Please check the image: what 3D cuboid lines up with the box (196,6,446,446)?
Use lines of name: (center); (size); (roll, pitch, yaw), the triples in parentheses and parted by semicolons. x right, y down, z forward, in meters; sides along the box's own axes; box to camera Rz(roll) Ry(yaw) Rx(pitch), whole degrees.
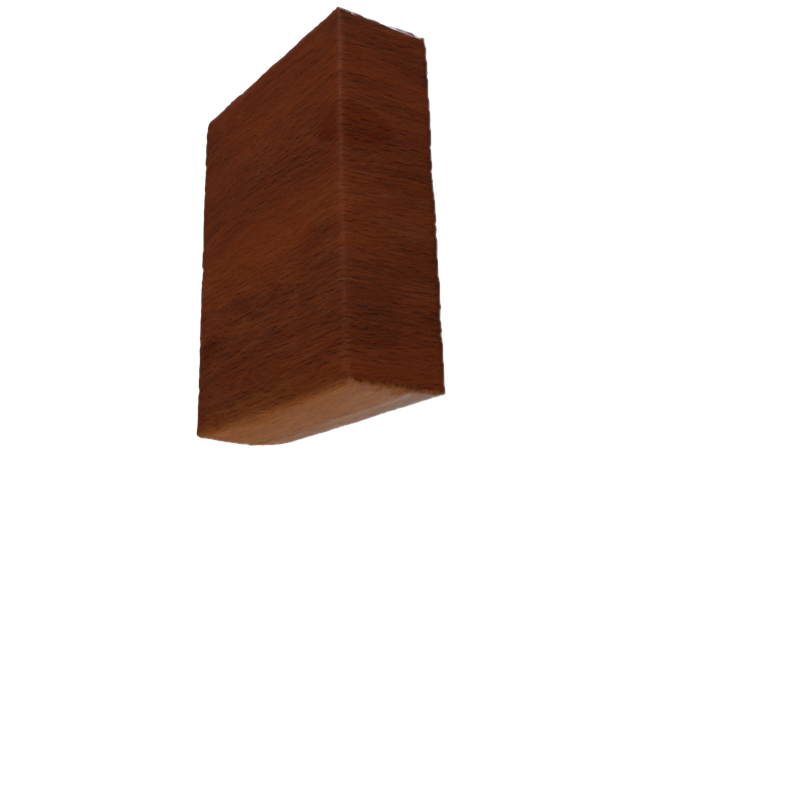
box: (-0.051, -0.093, 0.649); (0.068, 0.224, 0.164); (13, -23, -33)
